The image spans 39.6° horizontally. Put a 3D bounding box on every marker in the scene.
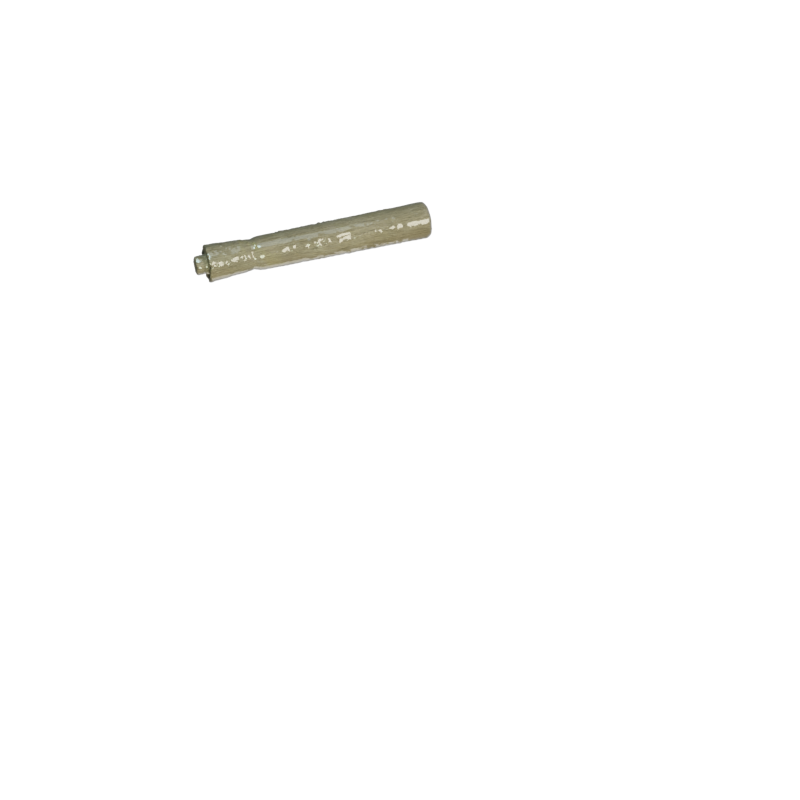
[{"bbox_3d":[-0.043,-0.079,0.552,0.119,0.019,0.020,-14,8,-15],"label":"marker"}]
